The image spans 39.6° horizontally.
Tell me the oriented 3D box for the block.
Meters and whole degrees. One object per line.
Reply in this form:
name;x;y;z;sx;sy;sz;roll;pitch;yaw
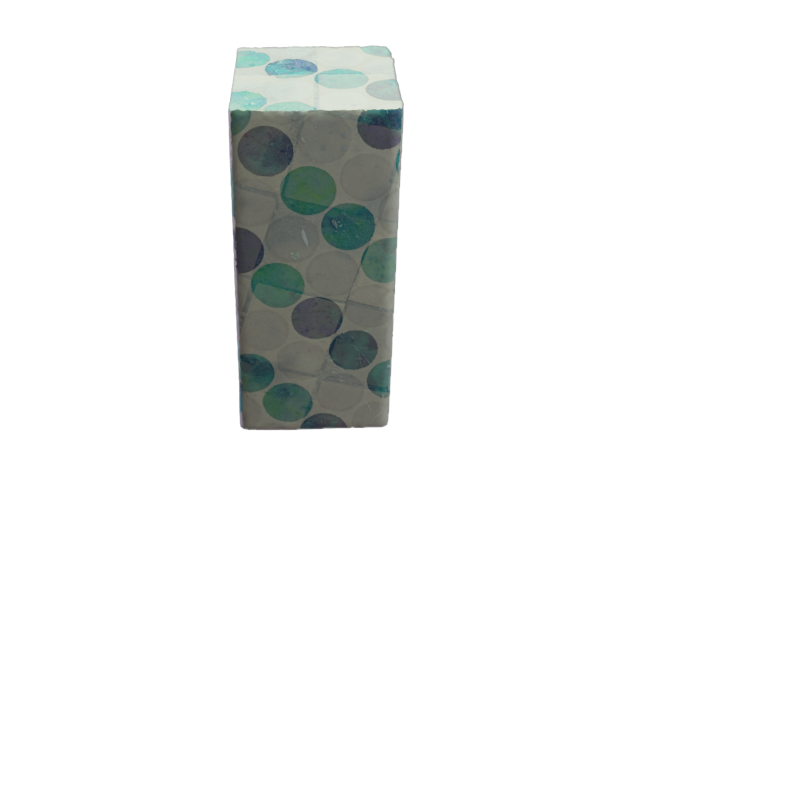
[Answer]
block;-0.050;-0.092;0.642;0.090;0.193;0.097;0;33;-4
